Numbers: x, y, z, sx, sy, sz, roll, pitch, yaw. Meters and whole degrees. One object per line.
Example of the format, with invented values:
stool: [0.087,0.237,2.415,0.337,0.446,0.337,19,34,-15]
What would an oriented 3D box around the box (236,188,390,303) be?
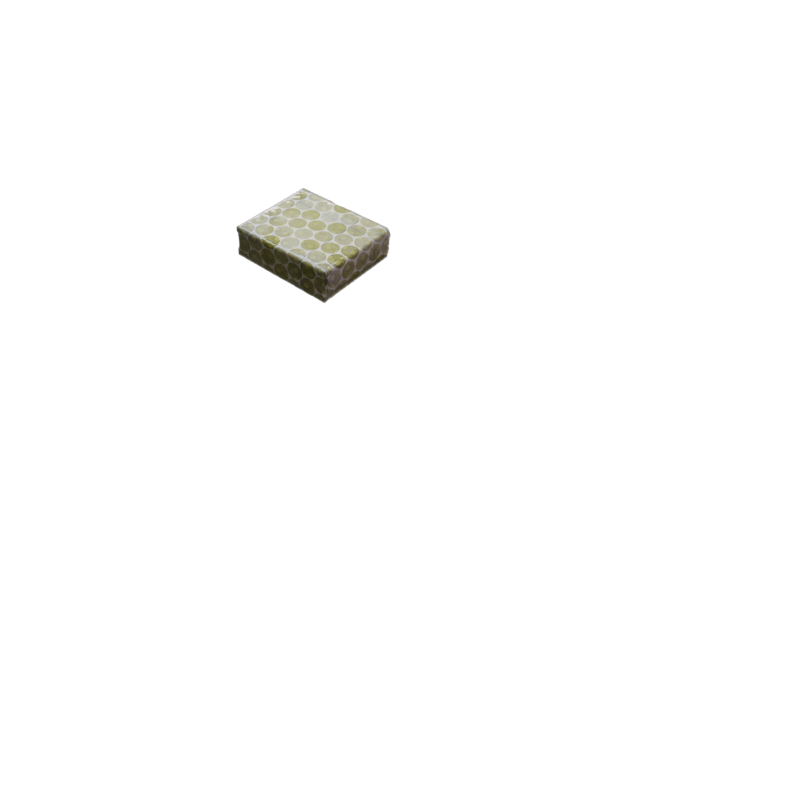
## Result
box: [-0.064,-0.117,0.817,0.095,0.028,0.074,29,48,30]
